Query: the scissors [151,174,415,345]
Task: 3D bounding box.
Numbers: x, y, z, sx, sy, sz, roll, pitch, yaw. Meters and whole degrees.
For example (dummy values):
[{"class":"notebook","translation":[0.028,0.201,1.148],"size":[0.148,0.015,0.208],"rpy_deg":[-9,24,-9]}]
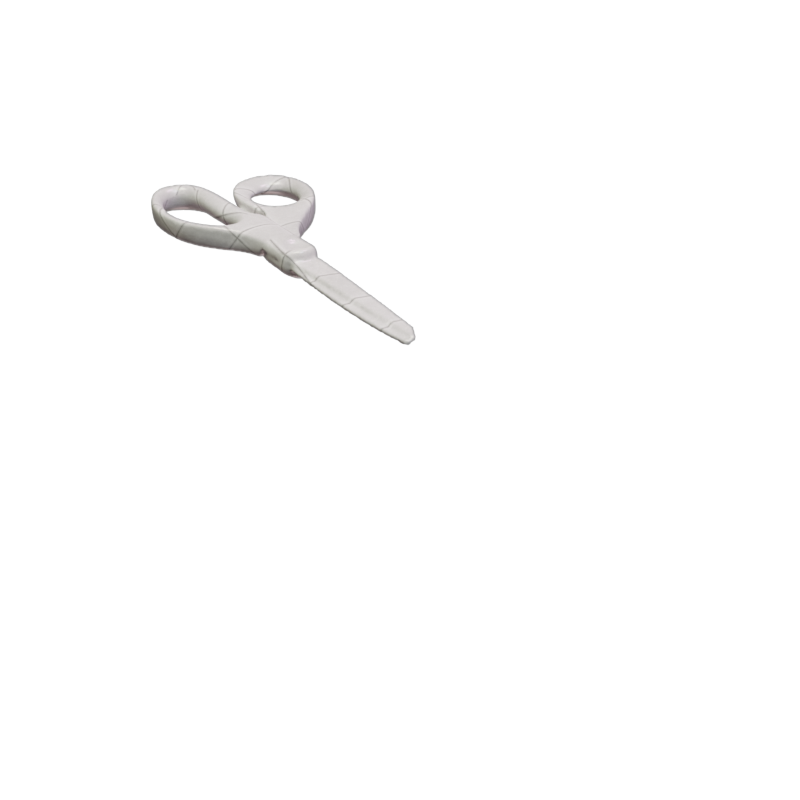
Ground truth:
[{"class":"scissors","translation":[-0.044,-0.079,0.556],"size":[0.214,0.015,0.096],"rpy_deg":[25,39,36]}]
